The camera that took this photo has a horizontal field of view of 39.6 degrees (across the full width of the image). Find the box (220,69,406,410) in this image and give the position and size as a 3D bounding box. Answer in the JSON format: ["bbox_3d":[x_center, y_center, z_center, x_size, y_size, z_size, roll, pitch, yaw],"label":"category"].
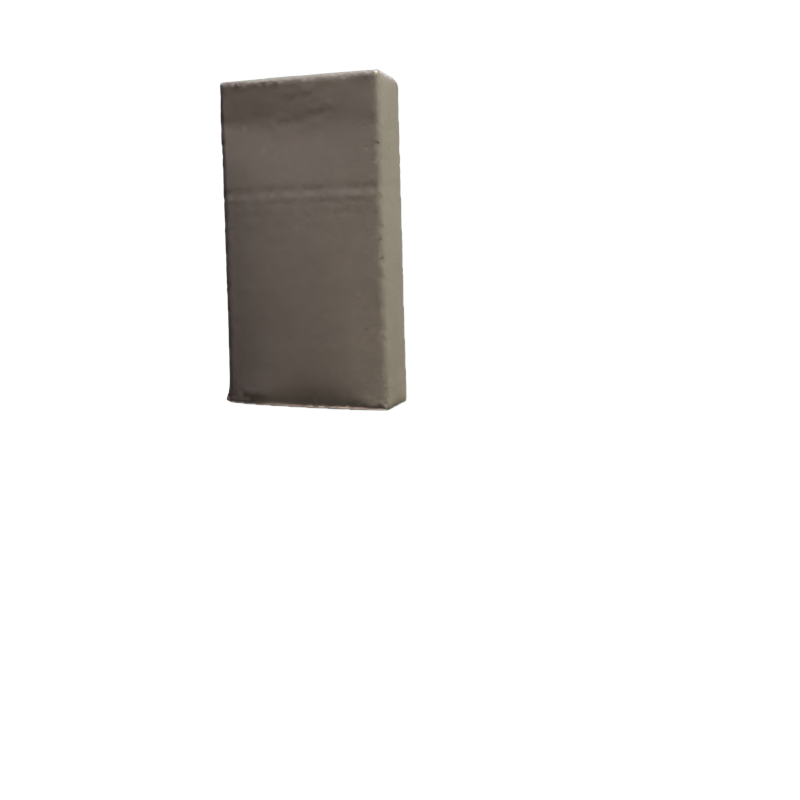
[{"bbox_3d":[-0.047,-0.086,0.600,0.096,0.177,0.047,0,-2,19],"label":"box"}]
